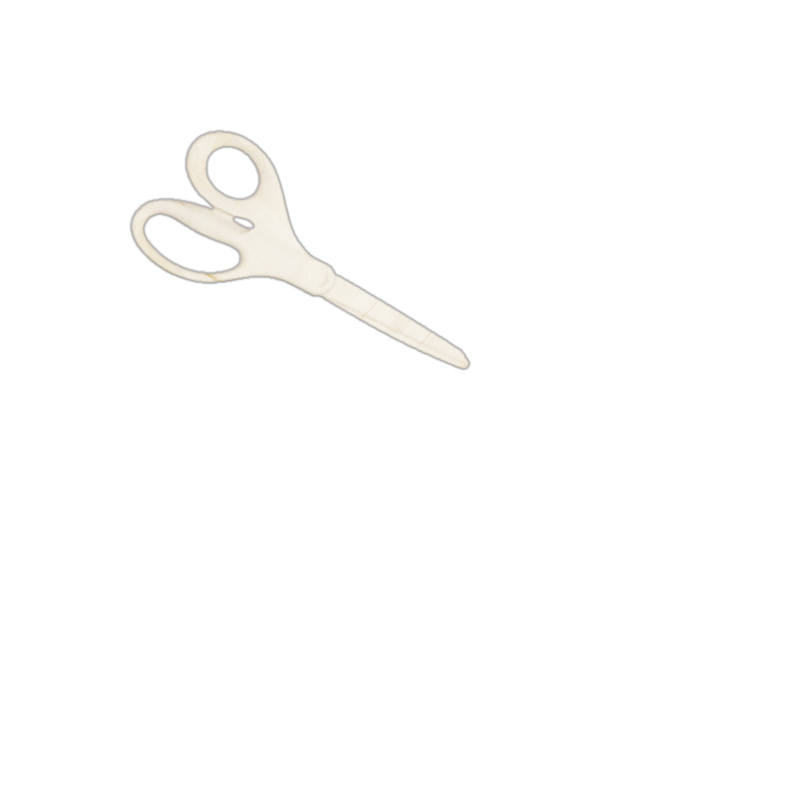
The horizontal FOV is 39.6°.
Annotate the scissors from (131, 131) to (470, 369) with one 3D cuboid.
[{"bbox_3d":[-0.049,-0.089,0.623,0.202,0.098,0.015,15,-8,2],"label":"scissors"}]
